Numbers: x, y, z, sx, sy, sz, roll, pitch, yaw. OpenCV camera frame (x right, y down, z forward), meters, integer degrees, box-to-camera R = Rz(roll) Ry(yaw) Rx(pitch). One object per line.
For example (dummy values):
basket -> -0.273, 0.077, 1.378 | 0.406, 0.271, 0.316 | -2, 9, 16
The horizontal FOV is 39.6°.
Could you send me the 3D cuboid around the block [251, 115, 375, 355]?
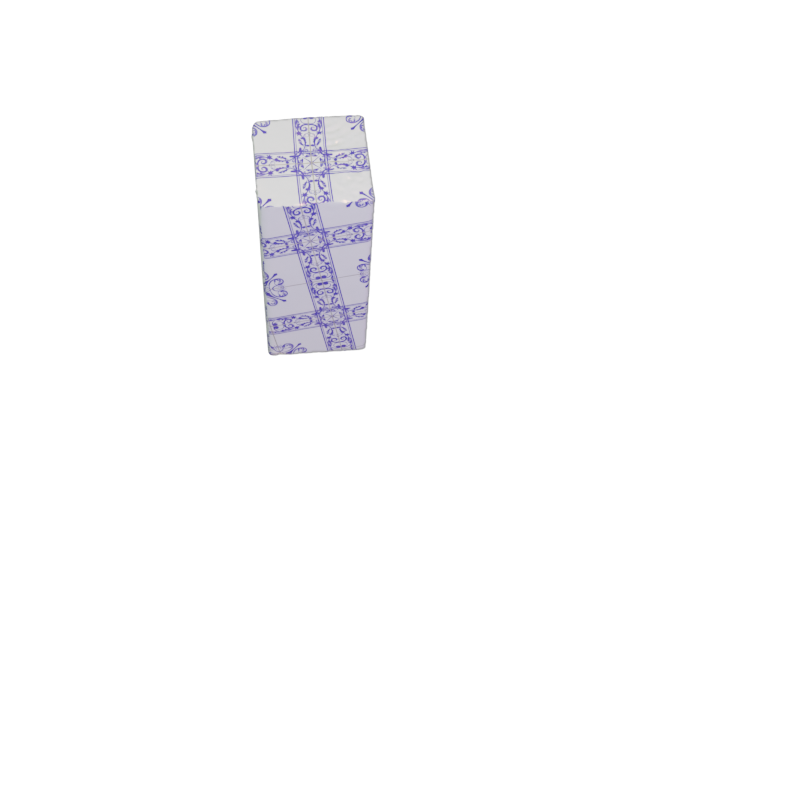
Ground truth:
block -> -0.073, -0.132, 0.925 | 0.090, 0.097, 0.193 | -4, -32, -6
